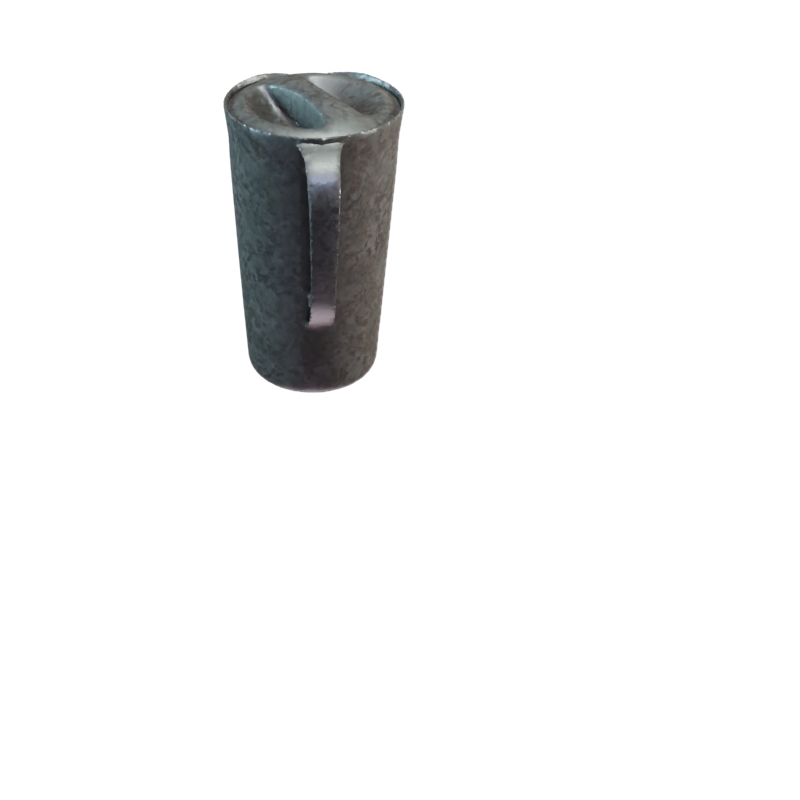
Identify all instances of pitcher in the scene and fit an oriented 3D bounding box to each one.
[{"bbox_3d":[-0.068,-0.123,0.864,0.153,0.228,0.150,24,39,30],"label":"pitcher"}]
